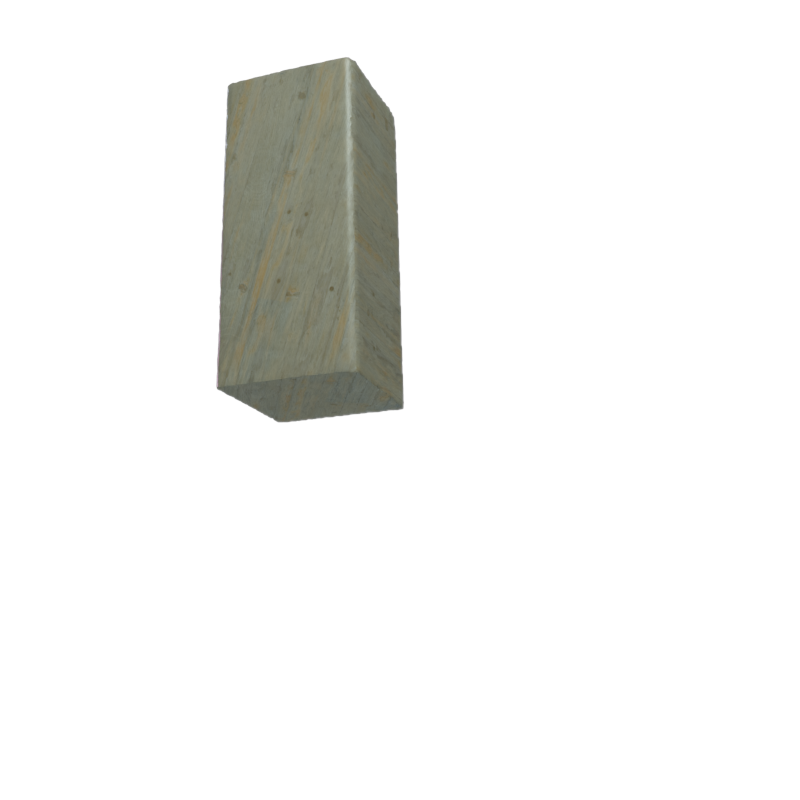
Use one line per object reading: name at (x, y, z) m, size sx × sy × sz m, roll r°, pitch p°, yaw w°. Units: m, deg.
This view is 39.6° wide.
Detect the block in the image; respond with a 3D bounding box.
block at (-0.055, -0.101, 0.707) m, size 0.092 × 0.217 × 0.085 m, roll -9°, pitch -23°, yaw 19°
